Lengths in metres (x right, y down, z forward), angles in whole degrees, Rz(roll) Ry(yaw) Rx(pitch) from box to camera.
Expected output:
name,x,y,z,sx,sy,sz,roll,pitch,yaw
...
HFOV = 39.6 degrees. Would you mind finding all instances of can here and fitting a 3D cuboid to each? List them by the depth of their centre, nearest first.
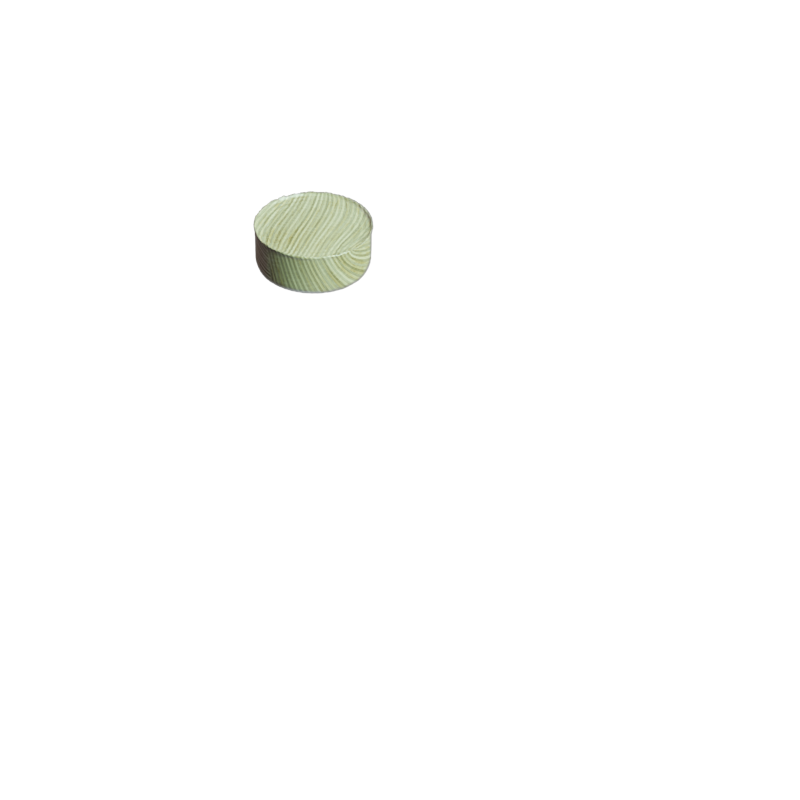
name,x,y,z,sx,sy,sz,roll,pitch,yaw
can,-0.063,-0.115,0.802,0.086,0.031,0.092,-1,39,-2
